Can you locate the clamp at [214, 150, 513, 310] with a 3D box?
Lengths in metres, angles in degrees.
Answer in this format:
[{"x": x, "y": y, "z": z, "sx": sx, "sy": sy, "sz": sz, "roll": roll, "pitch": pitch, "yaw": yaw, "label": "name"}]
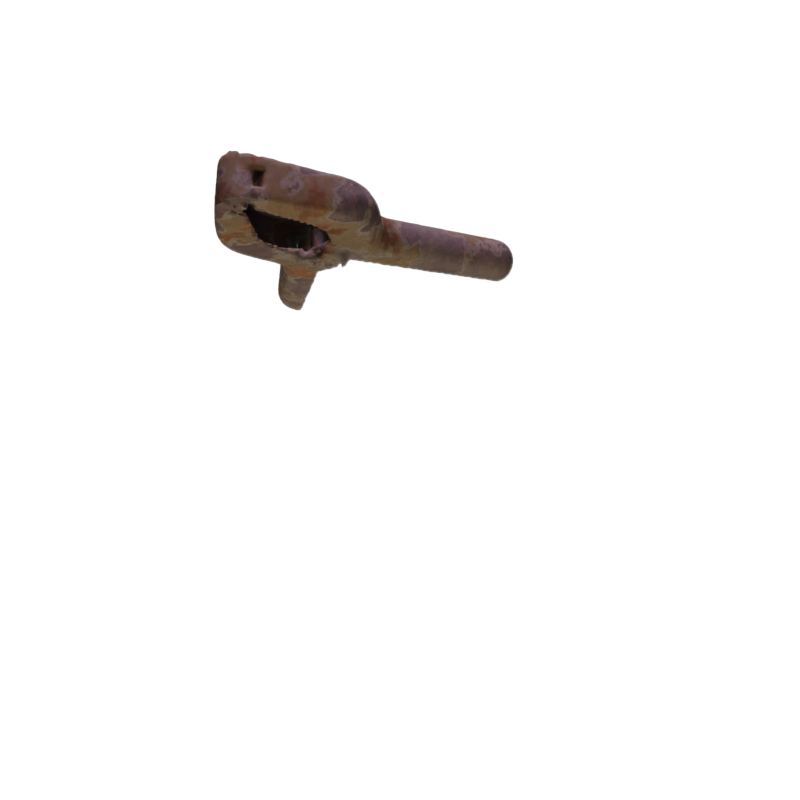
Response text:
[{"x": -0.052, "y": -0.094, "z": 0.658, "sx": 0.168, "sy": 0.038, "sz": 0.197, "roll": -9, "pitch": -16, "yaw": 34, "label": "clamp"}]
